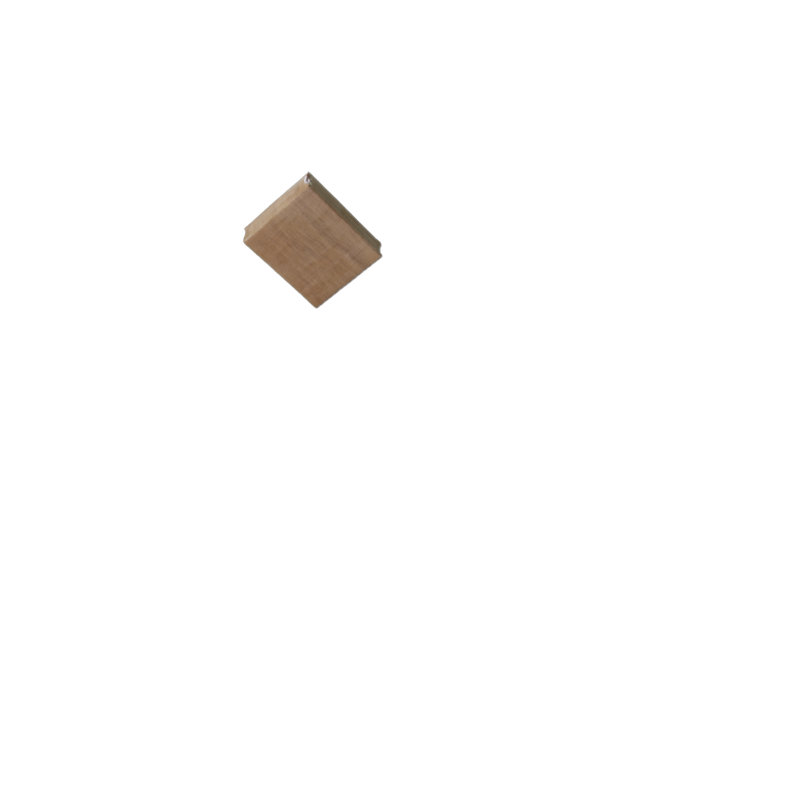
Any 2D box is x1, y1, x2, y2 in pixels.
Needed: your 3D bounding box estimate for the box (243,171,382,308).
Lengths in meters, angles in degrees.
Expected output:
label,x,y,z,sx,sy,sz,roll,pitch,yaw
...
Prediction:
label,x,y,z,sx,sy,sz,roll,pitch,yaw
box,-0.070,-0.127,0.889,0.072,0.085,0.032,-39,23,19
